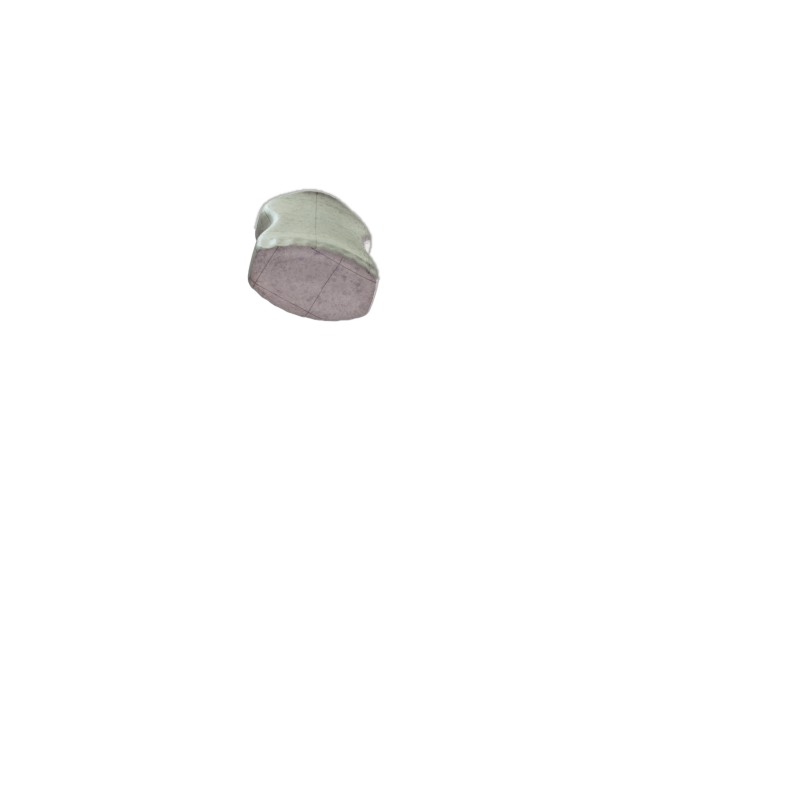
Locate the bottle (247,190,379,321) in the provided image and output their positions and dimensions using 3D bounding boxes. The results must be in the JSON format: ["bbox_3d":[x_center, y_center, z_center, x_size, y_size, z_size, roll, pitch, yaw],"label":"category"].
[{"bbox_3d":[-0.071,-0.128,0.900,0.095,0.056,0.202,11,24,-9],"label":"bottle"}]
